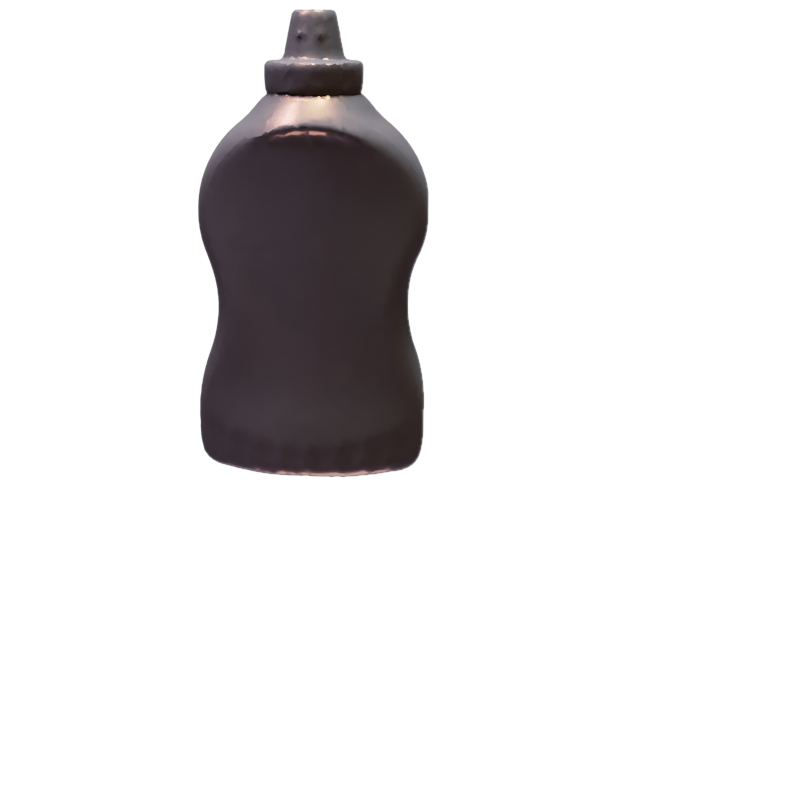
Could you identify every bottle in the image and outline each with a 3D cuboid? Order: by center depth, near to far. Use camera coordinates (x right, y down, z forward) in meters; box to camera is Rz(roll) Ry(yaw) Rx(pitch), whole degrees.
[{"bbox_3d":[-0.037,-0.067,0.468,0.097,0.186,0.060,2,13,6],"label":"bottle"}]
